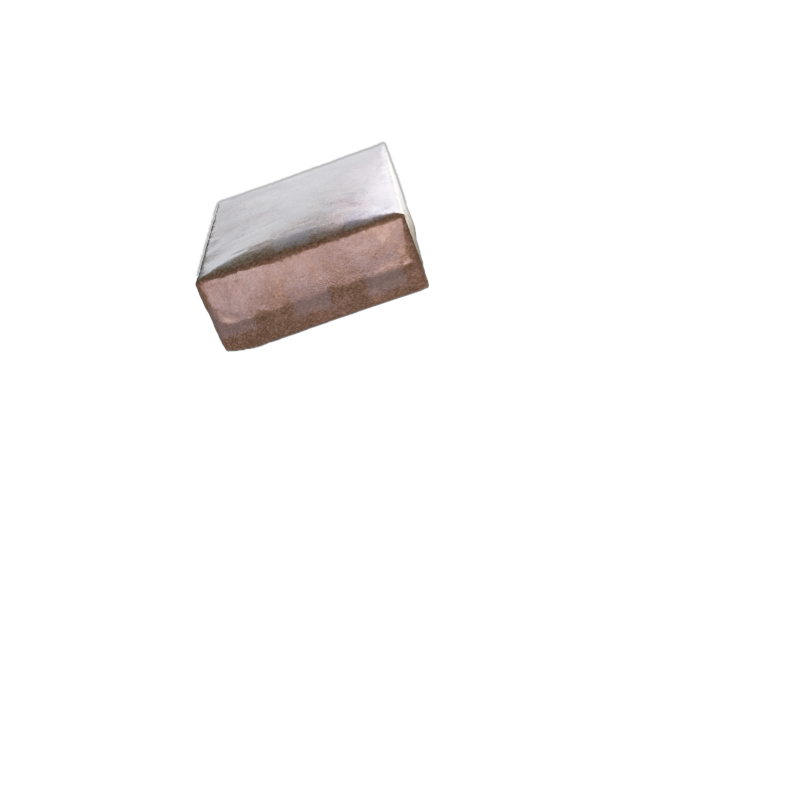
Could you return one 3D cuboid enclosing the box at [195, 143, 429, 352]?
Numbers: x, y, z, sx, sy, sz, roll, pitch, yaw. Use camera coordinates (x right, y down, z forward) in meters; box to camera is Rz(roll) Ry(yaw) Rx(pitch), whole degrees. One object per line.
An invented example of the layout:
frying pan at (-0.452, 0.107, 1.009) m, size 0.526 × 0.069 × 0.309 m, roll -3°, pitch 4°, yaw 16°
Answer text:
box at (-0.071, -0.130, 0.911) m, size 0.164 × 0.068 × 0.225 m, roll -19°, pitch 24°, yaw 5°
